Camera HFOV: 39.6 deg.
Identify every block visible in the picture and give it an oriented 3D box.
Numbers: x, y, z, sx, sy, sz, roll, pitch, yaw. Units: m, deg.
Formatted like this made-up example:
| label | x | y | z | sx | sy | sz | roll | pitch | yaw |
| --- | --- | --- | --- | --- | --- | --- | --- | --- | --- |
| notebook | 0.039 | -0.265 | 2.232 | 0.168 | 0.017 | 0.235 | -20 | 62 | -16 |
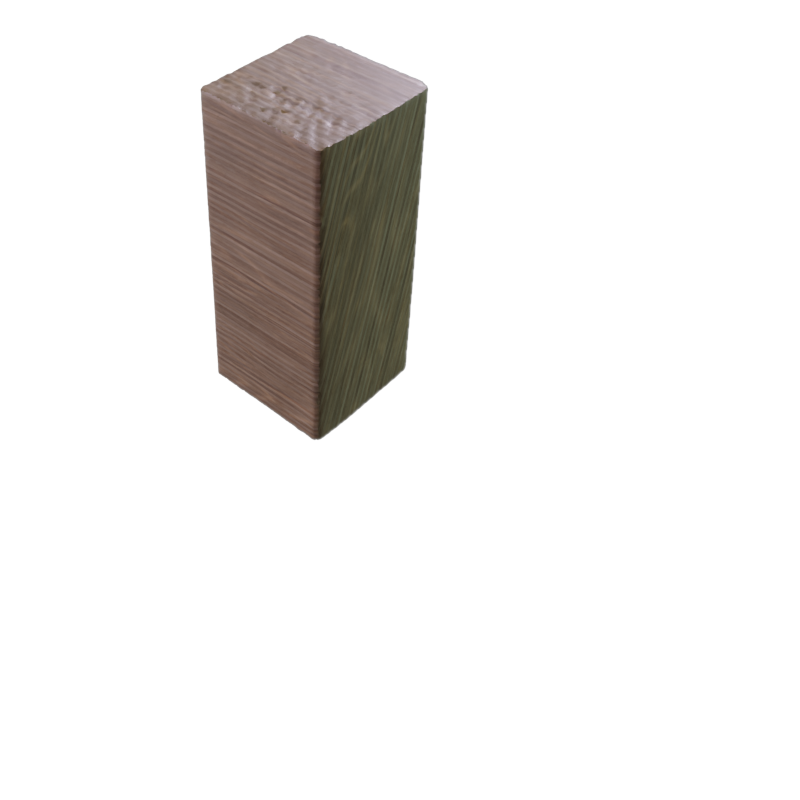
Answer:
| label | x | y | z | sx | sy | sz | roll | pitch | yaw |
| --- | --- | --- | --- | --- | --- | --- | --- | --- | --- |
| block | -0.050 | -0.093 | 0.647 | 0.096 | 0.192 | 0.091 | 31 | 48 | 28 |
